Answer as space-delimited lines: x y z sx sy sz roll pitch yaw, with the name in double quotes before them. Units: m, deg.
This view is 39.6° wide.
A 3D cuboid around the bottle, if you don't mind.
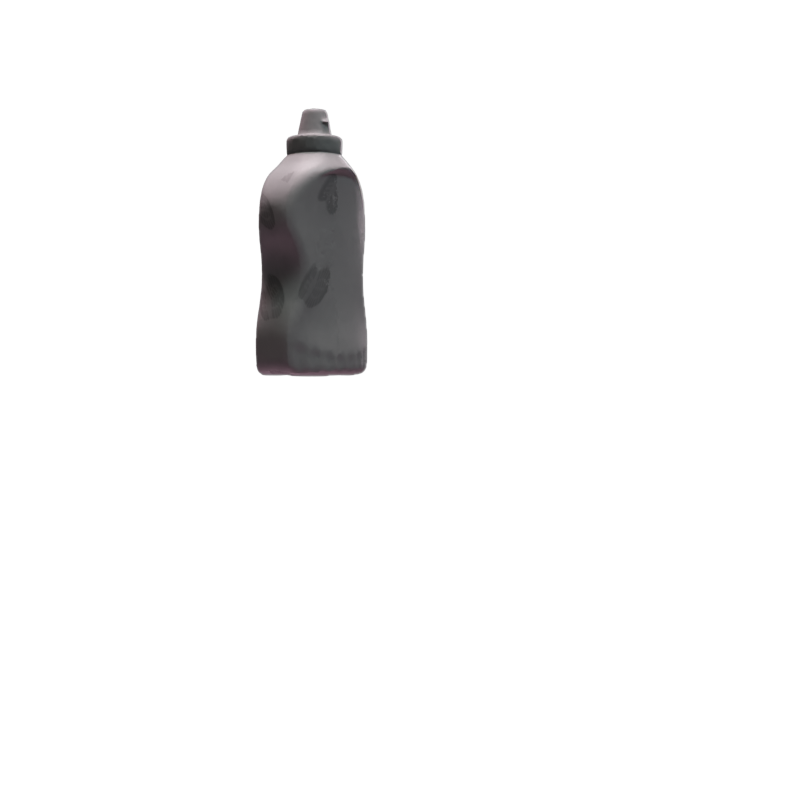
"bottle" -0.062 -0.114 0.799 0.060 0.194 0.092 -4 -5 37
